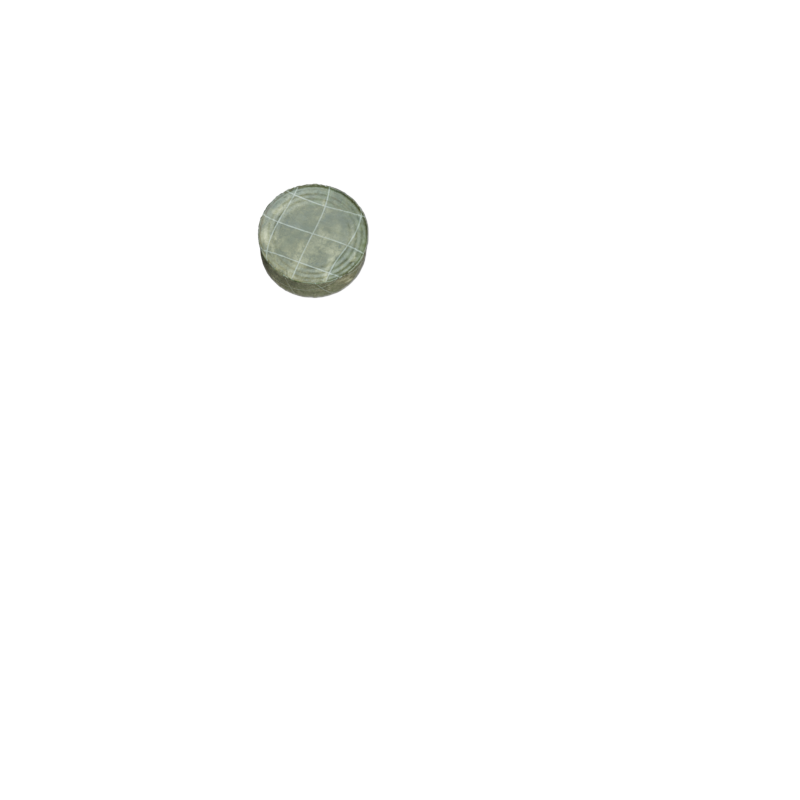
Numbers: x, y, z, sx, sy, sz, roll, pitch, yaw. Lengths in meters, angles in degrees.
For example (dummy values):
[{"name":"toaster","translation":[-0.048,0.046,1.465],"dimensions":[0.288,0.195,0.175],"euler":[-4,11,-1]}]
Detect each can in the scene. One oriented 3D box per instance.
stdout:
[{"name":"can","translation":[-0.068,-0.124,0.867],"dimensions":[0.086,0.091,0.032],"euler":[-1,-23,-1]}]
